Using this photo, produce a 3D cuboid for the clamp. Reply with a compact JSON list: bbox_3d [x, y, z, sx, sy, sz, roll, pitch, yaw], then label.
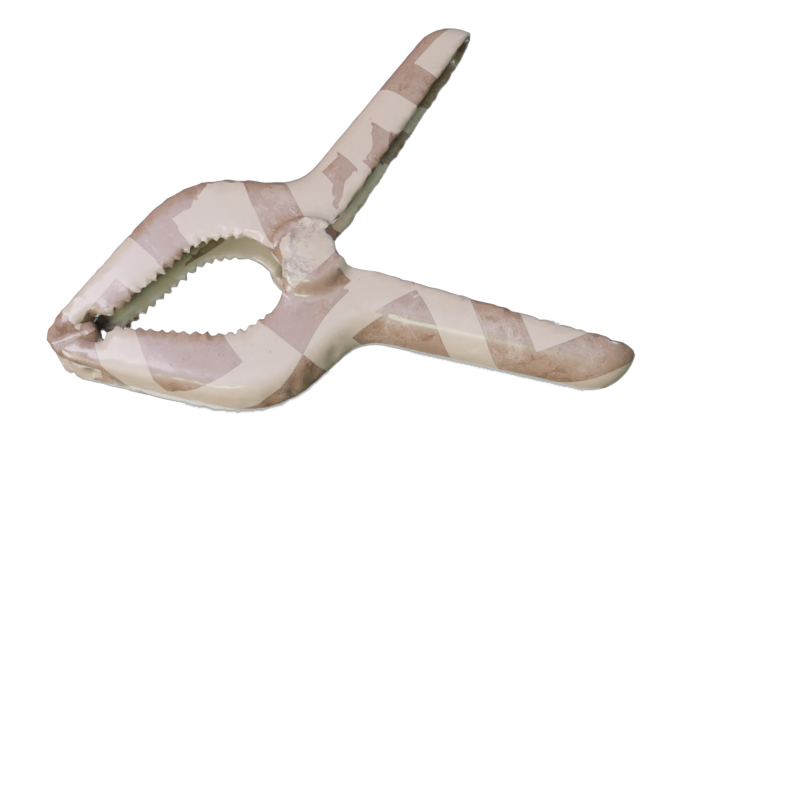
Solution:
[{"bbox_3d":[-0.034,-0.062,0.434,0.209,0.175,0.034,-13,-24,-6],"label":"clamp"}]
